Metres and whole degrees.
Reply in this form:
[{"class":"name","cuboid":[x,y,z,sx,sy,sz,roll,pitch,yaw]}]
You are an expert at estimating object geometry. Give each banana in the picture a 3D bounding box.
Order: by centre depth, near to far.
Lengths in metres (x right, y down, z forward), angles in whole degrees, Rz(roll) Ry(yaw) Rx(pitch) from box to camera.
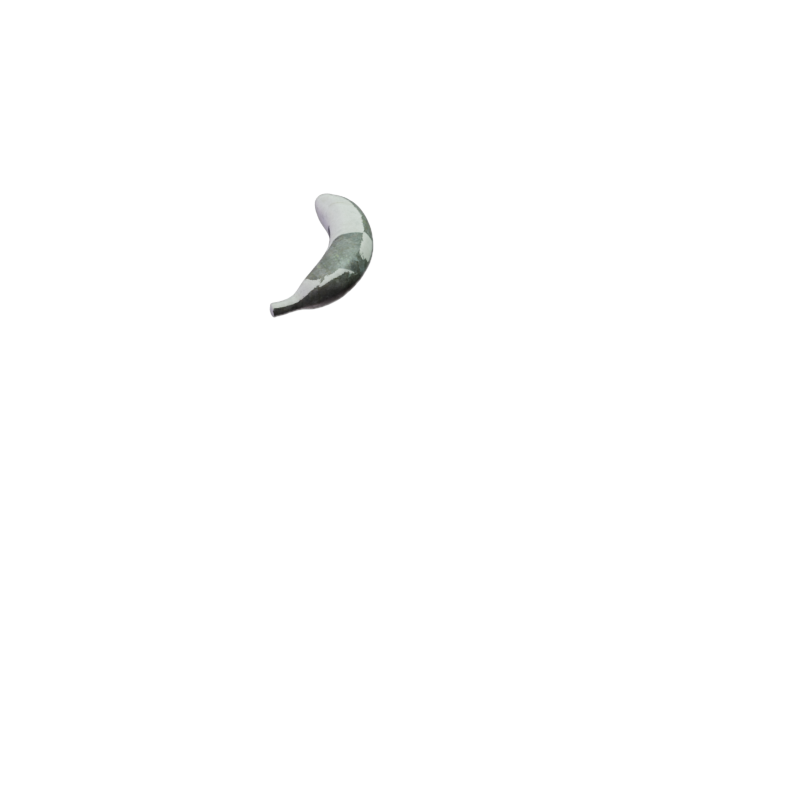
[{"class":"banana","cuboid":[-0.056,-0.131,0.940,0.070,0.034,0.208,5,34,6]}]
